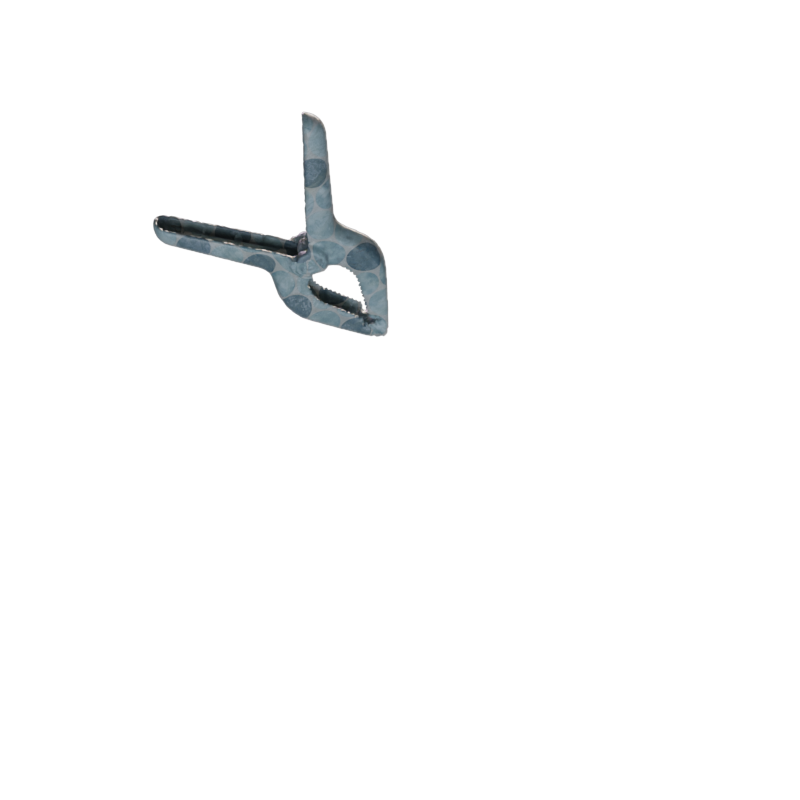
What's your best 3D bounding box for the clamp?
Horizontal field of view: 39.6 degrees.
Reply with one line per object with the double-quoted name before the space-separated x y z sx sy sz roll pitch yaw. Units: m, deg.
"clamp" -0.070 -0.128 0.894 0.163 0.039 0.198 -37 -60 26
